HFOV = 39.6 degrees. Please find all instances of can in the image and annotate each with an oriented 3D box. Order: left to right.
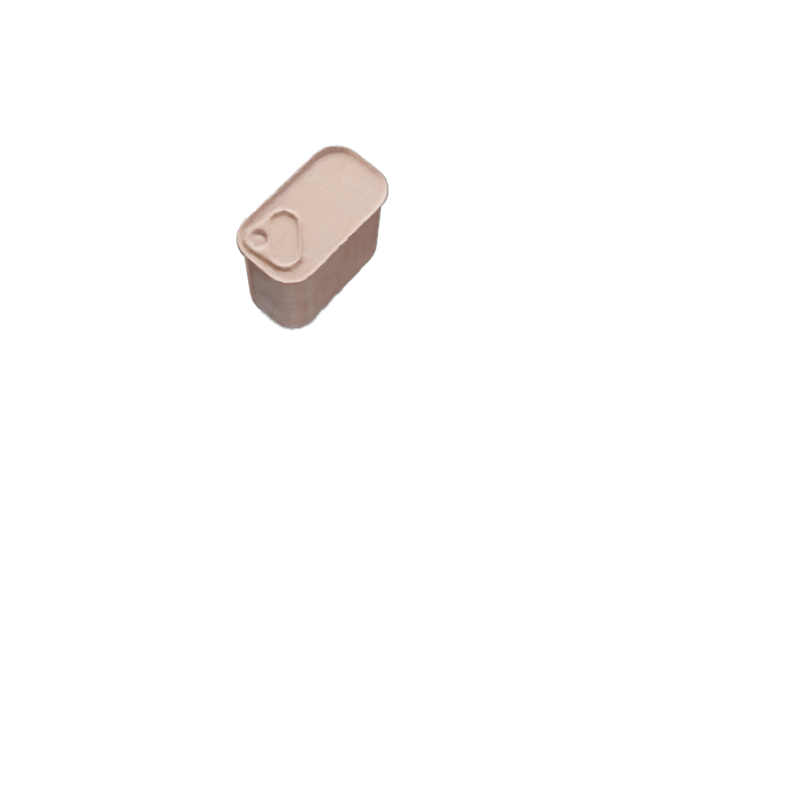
[{"bbox_3d":[-0.057,-0.104,0.728,0.060,0.103,0.080,39,-19,12],"label":"can"}]
